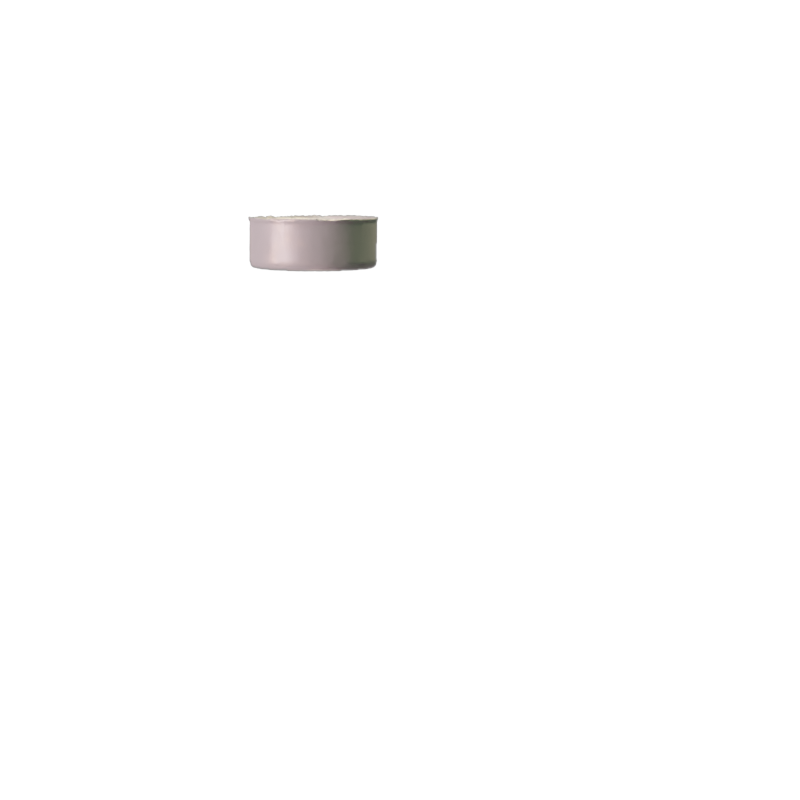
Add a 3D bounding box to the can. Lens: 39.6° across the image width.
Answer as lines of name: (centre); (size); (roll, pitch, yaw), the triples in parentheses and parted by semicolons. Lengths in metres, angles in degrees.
can: (-0.057, -0.105, 0.733); (0.086, 0.033, 0.087); (0, 10, -2)
